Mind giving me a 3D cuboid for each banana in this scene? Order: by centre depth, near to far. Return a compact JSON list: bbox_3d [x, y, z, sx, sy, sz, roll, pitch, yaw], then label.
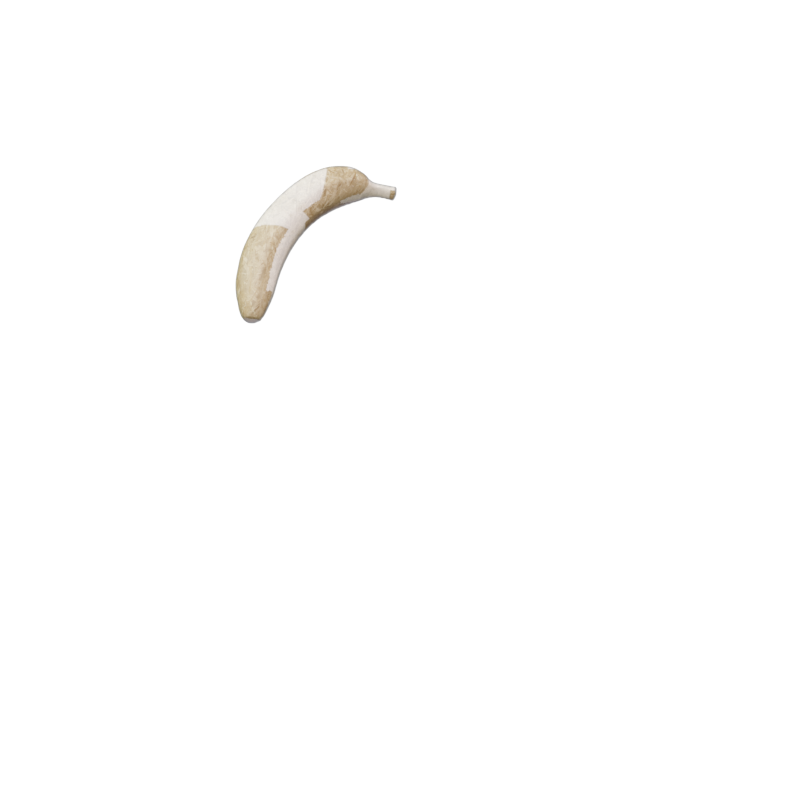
[{"bbox_3d":[-0.085,-0.145,0.941,0.073,0.202,0.034,30,-32,21],"label":"banana"}]
